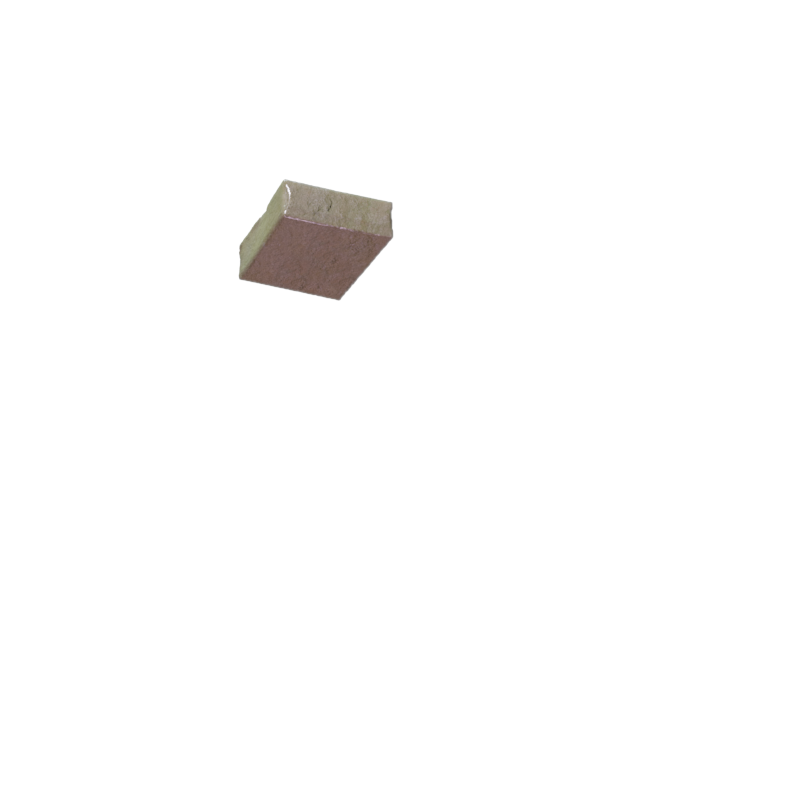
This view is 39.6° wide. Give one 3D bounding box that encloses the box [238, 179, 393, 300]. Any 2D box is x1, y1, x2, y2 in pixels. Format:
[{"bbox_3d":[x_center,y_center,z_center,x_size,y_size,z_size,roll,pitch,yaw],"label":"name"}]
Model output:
[{"bbox_3d":[-0.055,-0.101,0.707,0.071,0.032,0.087,10,-27,-22],"label":"box"}]
